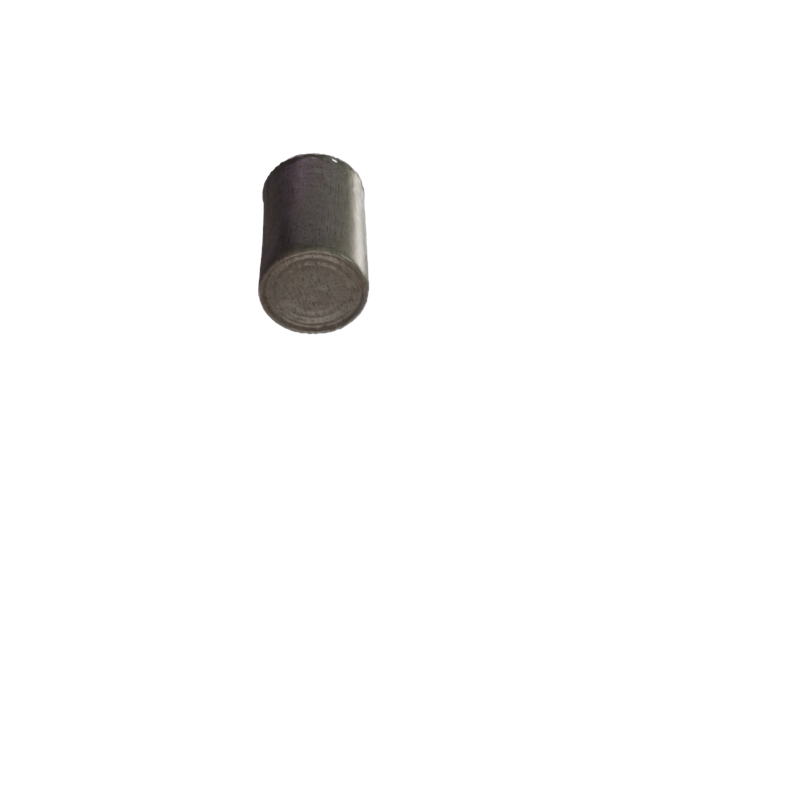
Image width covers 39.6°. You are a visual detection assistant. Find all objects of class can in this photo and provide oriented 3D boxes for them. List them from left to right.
[{"bbox_3d":[-0.054,-0.099,0.695,0.068,0.064,0.110,-1,42,-3],"label":"can"}]
